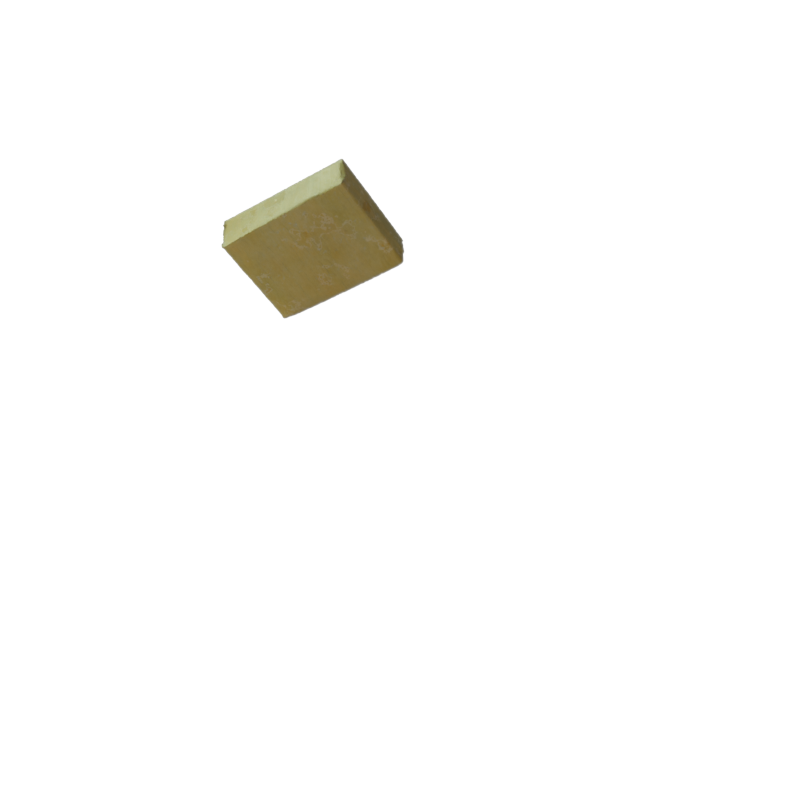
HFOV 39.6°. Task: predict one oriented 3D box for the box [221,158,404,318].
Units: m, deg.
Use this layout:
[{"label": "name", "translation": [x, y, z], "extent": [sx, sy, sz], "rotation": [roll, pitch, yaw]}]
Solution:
[{"label": "box", "translation": [-0.067, -0.122, 0.855], "extent": [0.114, 0.084, 0.042], "rotation": [-26, 34, 18]}]
